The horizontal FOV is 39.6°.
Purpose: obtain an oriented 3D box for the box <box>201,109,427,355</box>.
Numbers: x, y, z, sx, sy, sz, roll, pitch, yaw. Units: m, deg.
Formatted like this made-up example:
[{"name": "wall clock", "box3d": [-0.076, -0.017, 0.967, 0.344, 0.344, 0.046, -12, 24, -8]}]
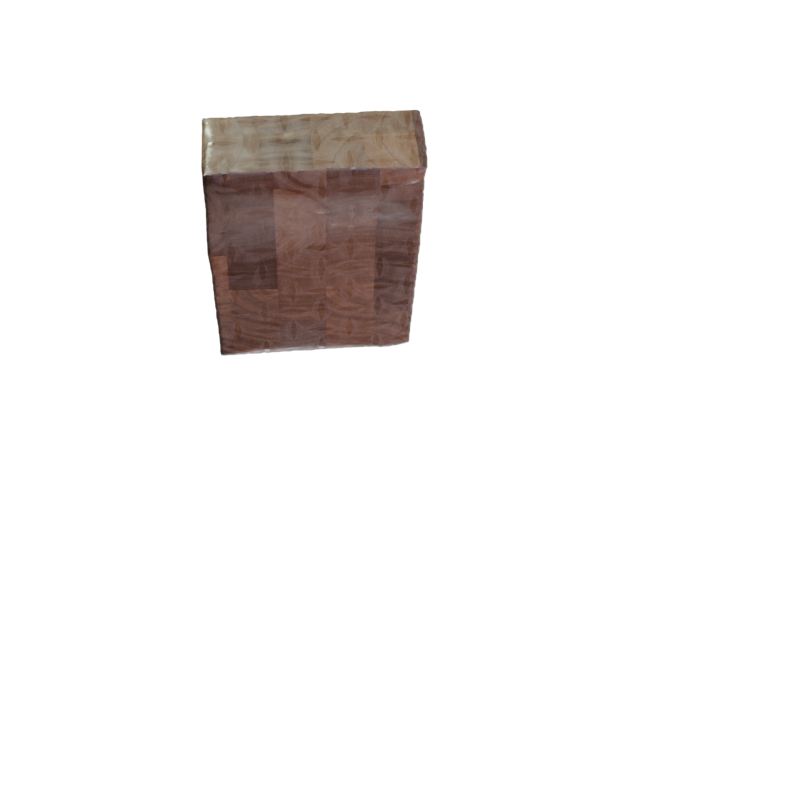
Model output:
[{"name": "box", "box3d": [-0.069, -0.125, 0.876, 0.163, 0.077, 0.199, -2, -37, -4]}]
